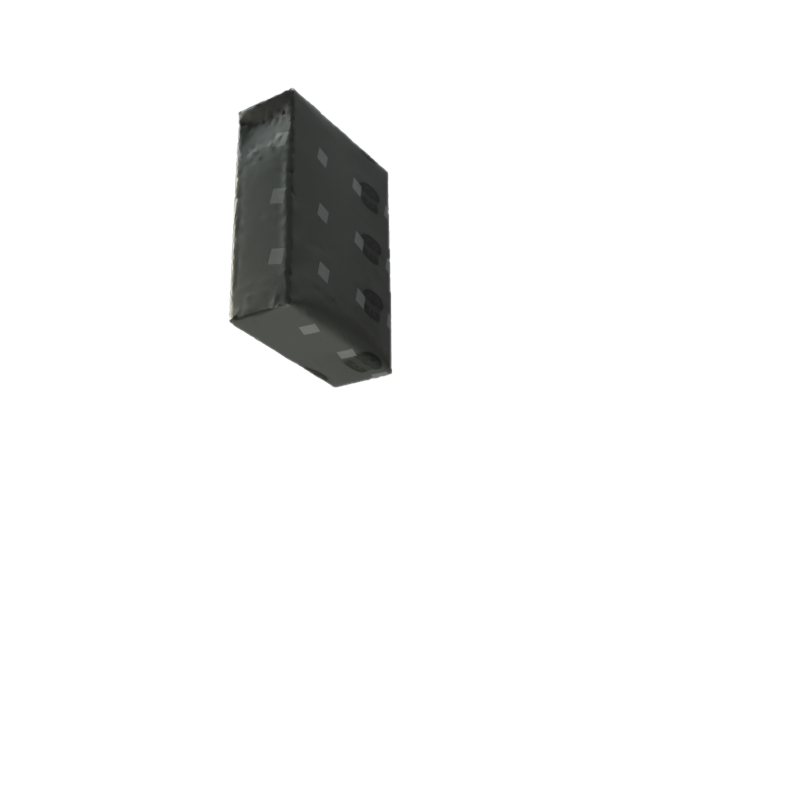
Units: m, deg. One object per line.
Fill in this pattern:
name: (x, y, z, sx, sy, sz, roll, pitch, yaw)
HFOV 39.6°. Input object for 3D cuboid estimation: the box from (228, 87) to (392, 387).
box: (-0.077, -0.140, 0.980, 0.073, 0.227, 0.152, -18, -31, 27)
